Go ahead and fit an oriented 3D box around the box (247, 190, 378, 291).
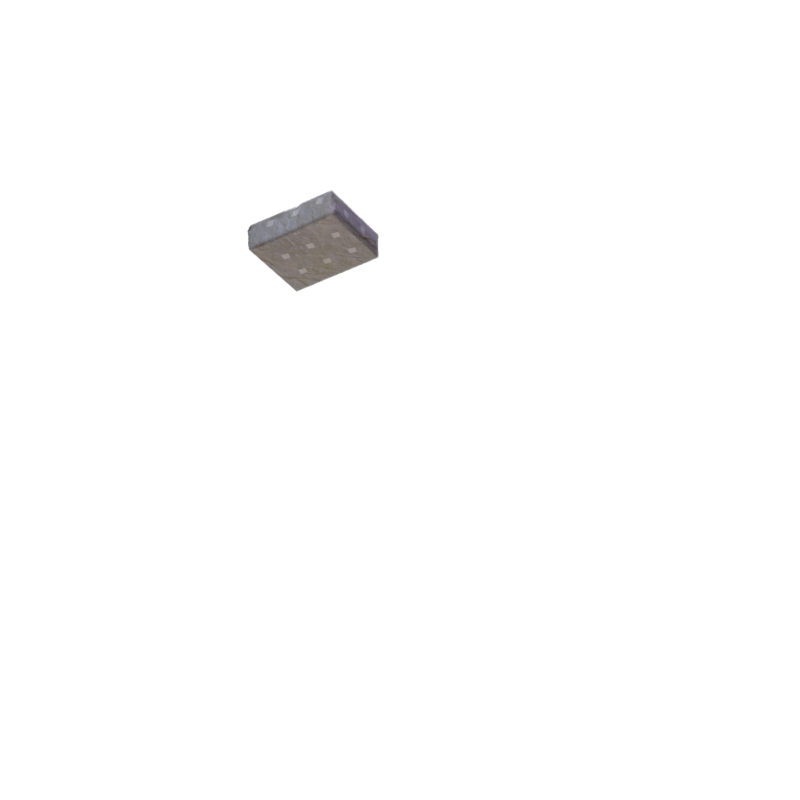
[{"bbox_3d":[-0.074,-0.135,0.948,0.090,0.032,0.068,-19,-37,27],"label":"box"}]
